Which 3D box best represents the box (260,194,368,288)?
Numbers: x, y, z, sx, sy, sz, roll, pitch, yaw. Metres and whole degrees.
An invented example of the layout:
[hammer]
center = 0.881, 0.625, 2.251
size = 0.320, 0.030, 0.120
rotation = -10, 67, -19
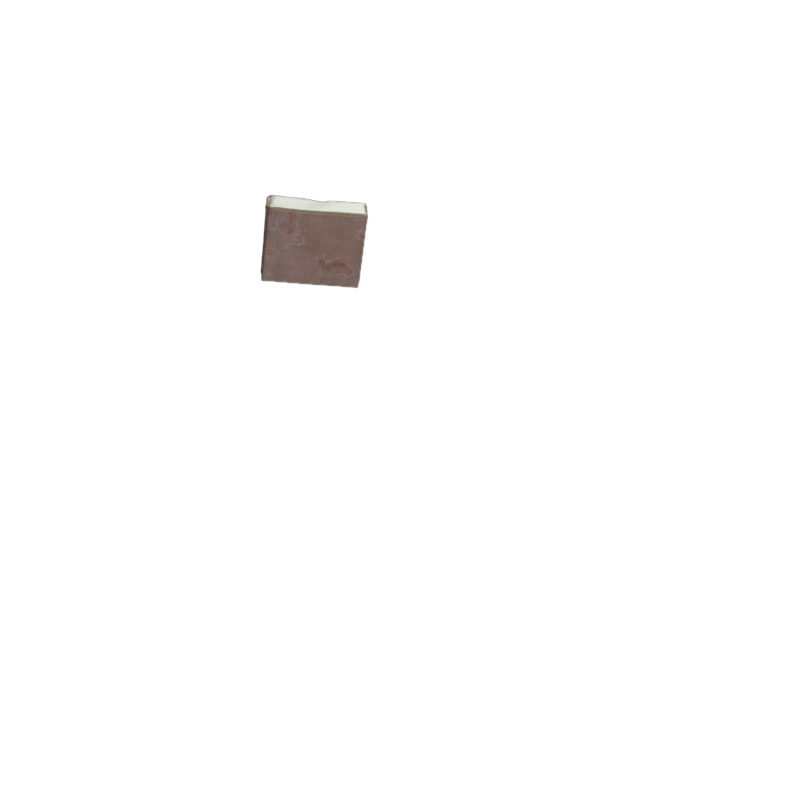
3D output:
[box]
center = -0.077, -0.139, 0.976
size = 0.089, 0.069, 0.032
rotation = 5, 29, -3
